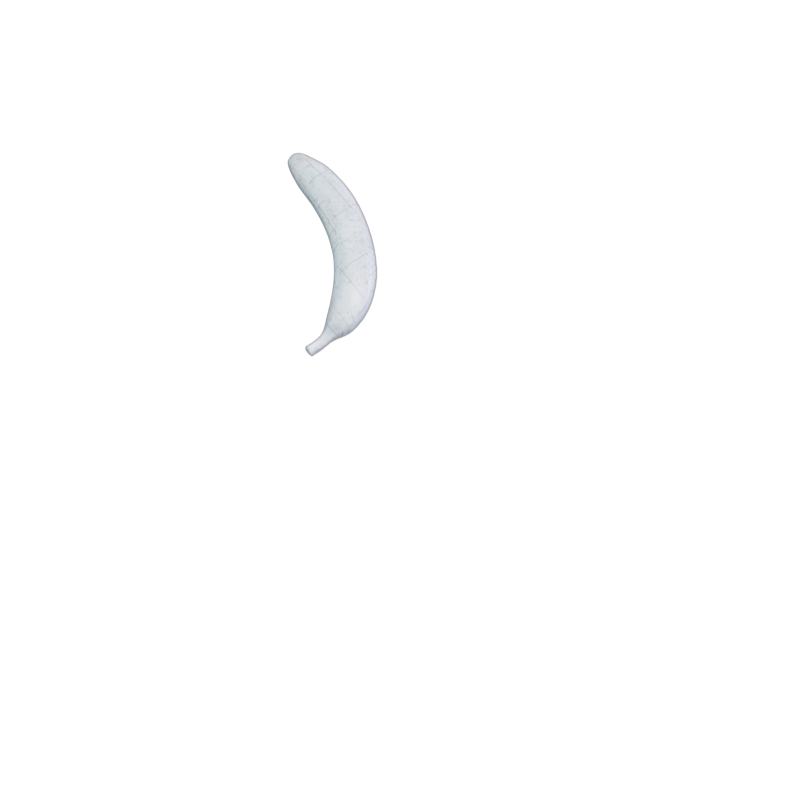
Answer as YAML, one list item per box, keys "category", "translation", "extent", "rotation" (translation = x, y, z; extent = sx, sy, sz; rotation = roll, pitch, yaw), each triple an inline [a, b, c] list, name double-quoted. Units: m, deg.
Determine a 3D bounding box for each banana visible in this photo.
- category: "banana"
  translation: [-0.058, -0.138, 0.979]
  extent: [0.069, 0.210, 0.035]
  rotation: [-6, -26, -4]
